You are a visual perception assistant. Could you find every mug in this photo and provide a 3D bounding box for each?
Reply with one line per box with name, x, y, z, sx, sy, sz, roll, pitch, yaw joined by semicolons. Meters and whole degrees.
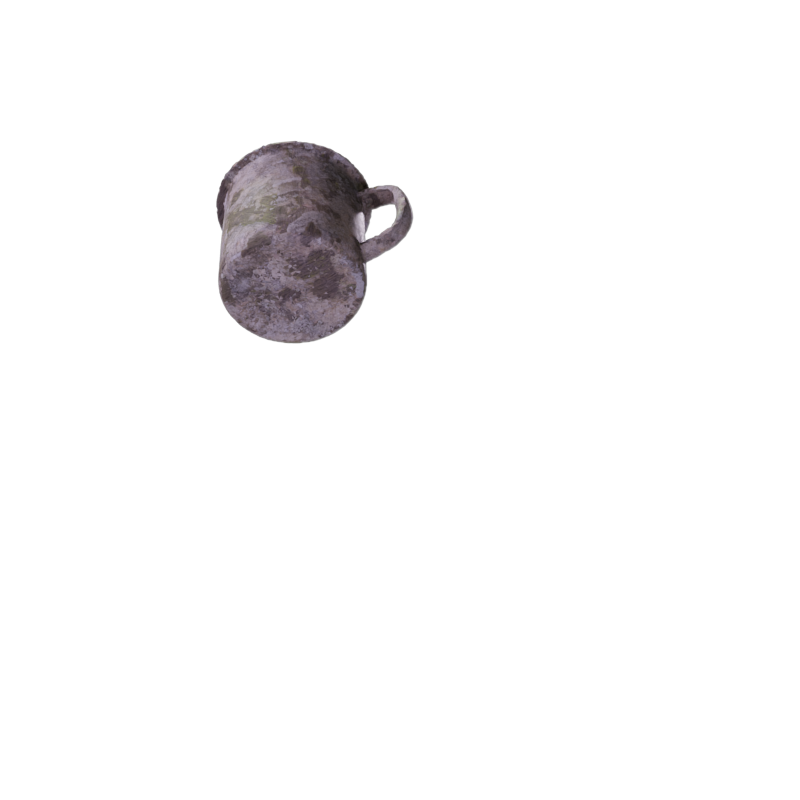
mug;-0.049;-0.089;0.627;0.118;0.086;0.087;-14;39;10
